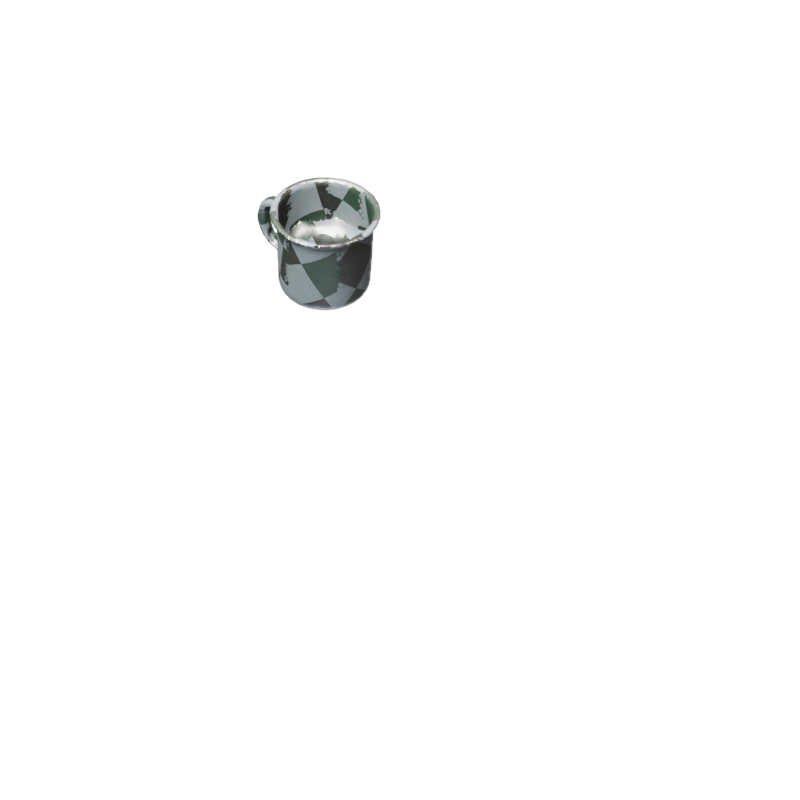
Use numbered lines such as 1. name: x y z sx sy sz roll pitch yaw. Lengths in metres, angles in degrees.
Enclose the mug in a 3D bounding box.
1. mug: -0.075 -0.137 0.960 0.123 0.076 0.095 25 49 22
